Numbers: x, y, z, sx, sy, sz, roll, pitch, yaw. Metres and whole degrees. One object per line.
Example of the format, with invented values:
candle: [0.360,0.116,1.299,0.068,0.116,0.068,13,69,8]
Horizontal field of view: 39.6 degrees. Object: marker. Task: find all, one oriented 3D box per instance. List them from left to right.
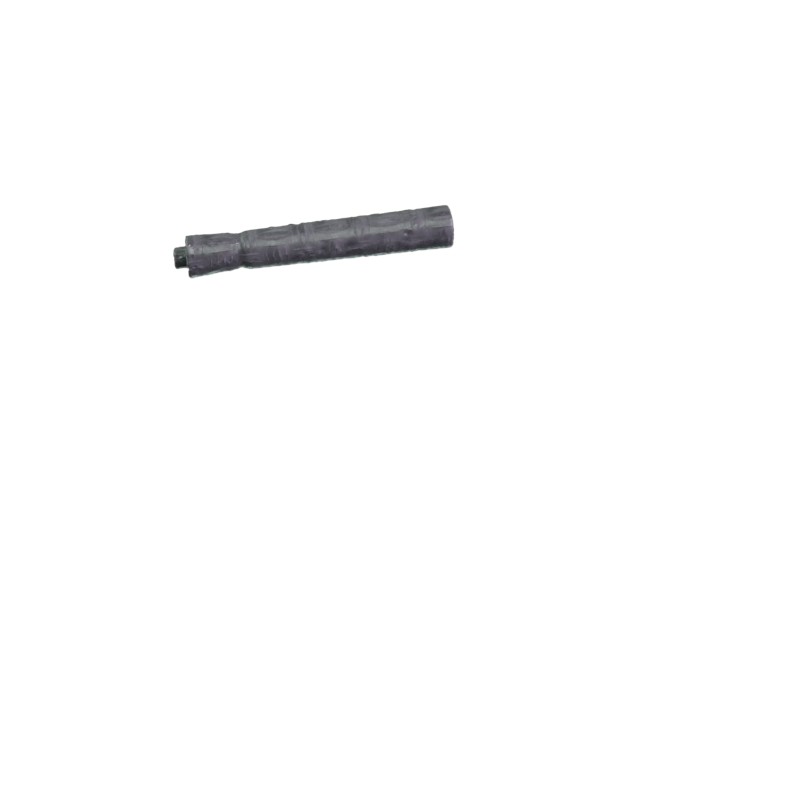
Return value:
marker: [-0.038,-0.069,0.481,0.120,0.020,0.020,-7,5,-4]
